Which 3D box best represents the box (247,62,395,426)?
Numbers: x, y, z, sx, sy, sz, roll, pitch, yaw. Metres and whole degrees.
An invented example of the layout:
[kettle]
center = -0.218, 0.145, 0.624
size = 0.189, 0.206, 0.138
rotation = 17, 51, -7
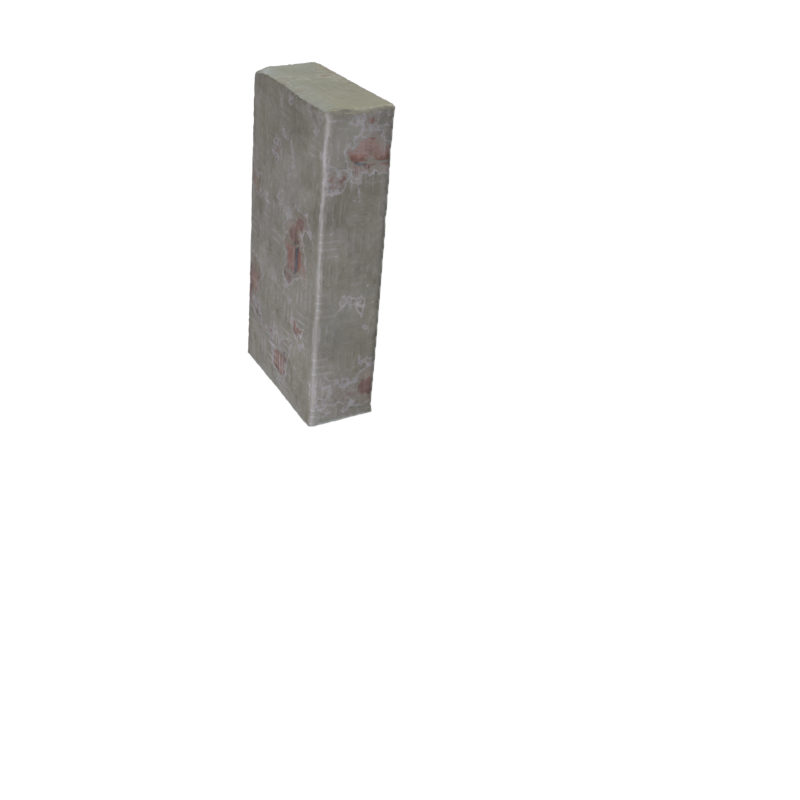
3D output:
[box]
center = -0.047, -0.086, 0.600
size = 0.047, 0.167, 0.100
rotation = -11, 29, -25
